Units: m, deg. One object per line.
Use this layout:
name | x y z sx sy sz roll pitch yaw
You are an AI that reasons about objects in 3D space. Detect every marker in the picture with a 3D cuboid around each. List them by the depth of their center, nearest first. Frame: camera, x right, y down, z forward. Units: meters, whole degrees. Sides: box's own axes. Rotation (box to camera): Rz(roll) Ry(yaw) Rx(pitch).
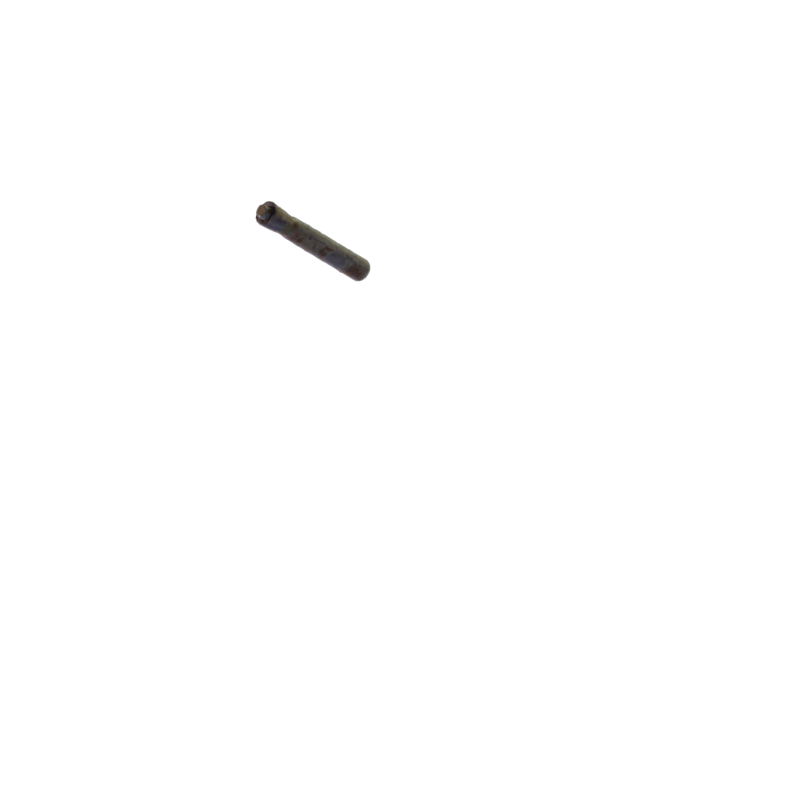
marker | -0.064 -0.117 0.816 0.021 0.020 0.113 3 -15 39
